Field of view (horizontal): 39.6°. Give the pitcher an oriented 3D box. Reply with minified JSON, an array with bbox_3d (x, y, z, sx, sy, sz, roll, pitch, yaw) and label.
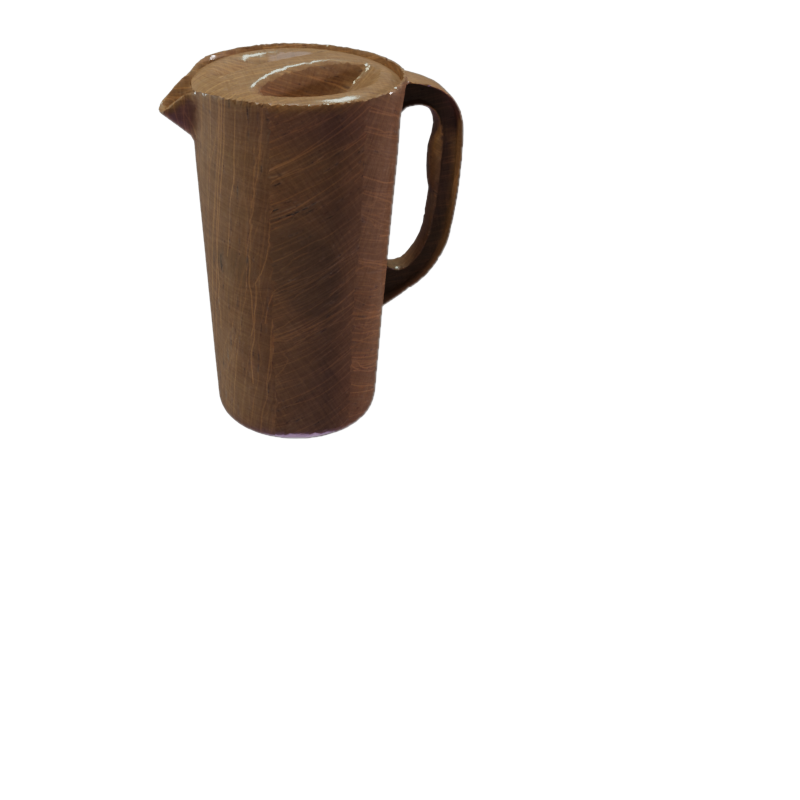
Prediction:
[{"bbox_3d":[-0.056,-0.103,0.719,0.156,0.229,0.146,17,32,26],"label":"pitcher"}]
